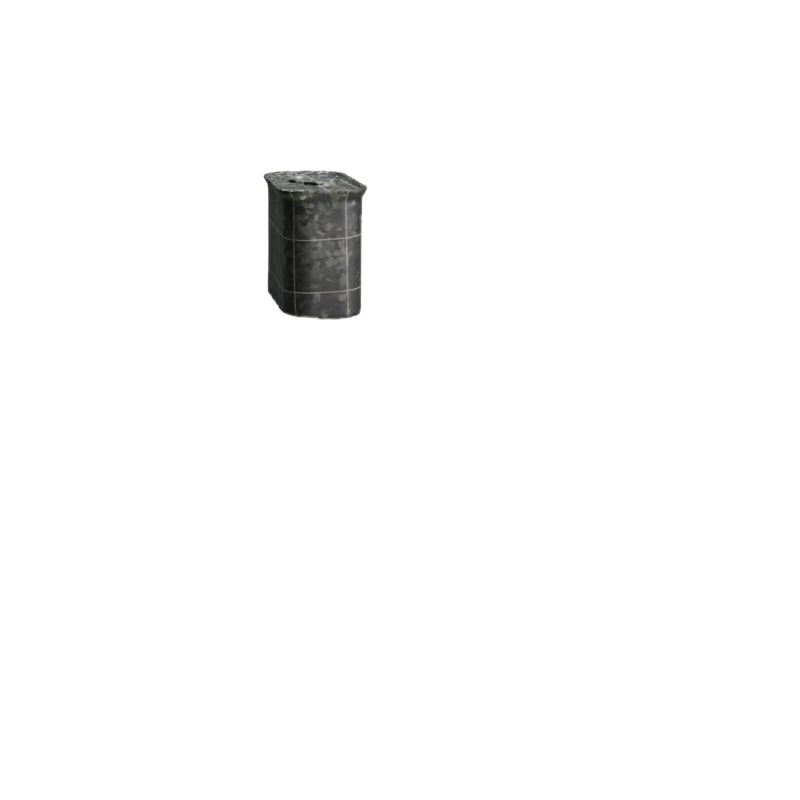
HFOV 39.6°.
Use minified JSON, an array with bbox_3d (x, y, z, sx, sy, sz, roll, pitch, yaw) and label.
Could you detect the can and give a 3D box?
[{"bbox_3d":[-0.058,-0.105,0.738,0.057,0.081,0.107,-3,16,-13],"label":"can"}]
